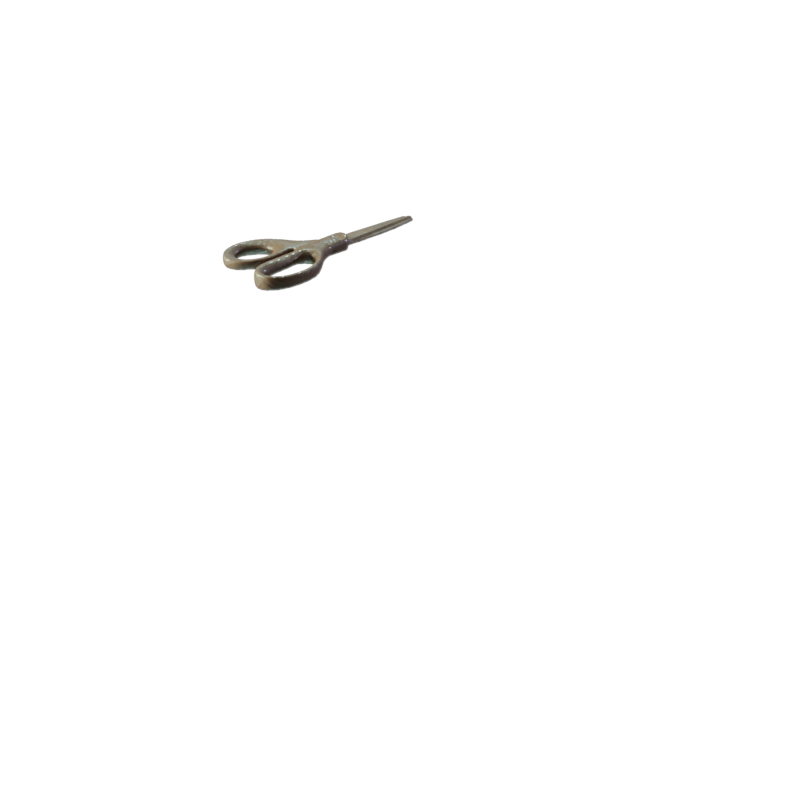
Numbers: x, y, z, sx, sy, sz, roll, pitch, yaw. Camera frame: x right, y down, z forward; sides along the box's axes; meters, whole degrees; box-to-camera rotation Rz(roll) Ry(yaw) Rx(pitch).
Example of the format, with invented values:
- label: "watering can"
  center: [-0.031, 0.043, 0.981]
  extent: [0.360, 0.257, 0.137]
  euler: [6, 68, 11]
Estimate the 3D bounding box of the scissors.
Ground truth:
- label: "scissors"
  center: [-0.076, -0.139, 0.975]
  extent: [0.100, 0.015, 0.204]
  euler: [14, 31, 25]
